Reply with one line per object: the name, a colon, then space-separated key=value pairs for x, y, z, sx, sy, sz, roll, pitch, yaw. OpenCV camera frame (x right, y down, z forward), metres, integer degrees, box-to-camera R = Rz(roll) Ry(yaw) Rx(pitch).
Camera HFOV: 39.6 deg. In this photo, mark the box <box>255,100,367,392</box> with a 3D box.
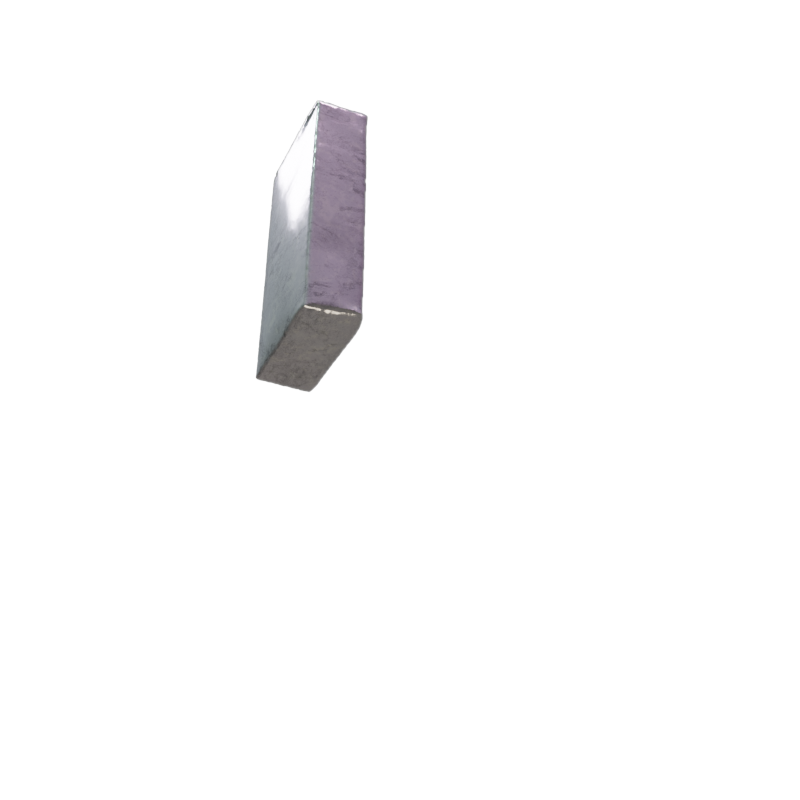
box: x=-0.058 y=-0.106 z=0.743 sx=0.046 sy=0.189 sz=0.090 roll=13 pitch=-39 yaw=-21
